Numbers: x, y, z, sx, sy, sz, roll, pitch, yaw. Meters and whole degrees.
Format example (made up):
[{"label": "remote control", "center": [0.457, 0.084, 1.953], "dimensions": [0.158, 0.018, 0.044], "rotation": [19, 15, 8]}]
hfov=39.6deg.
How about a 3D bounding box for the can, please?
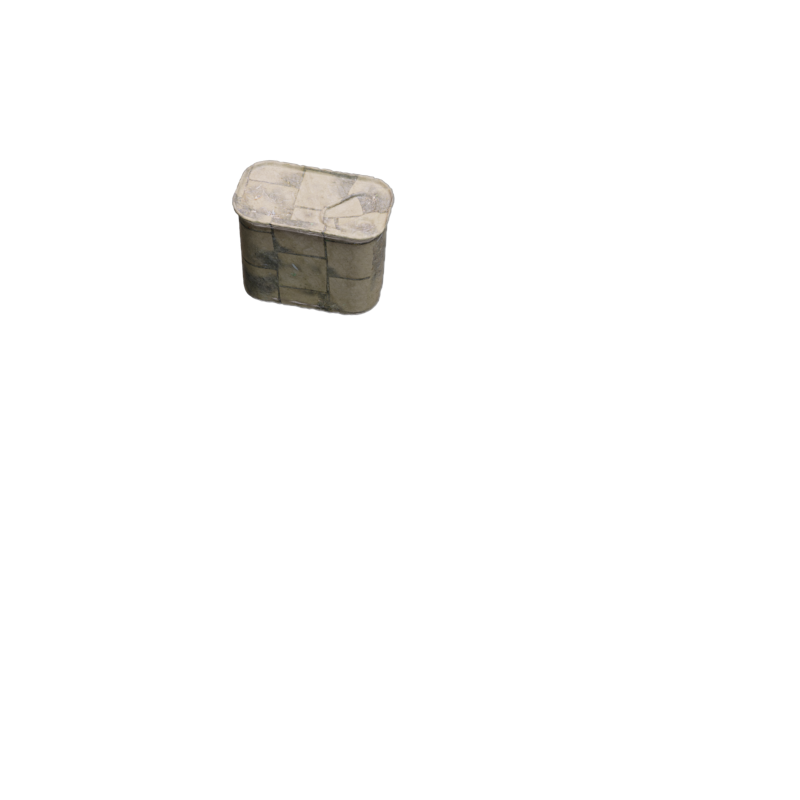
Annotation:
[{"label": "can", "center": [-0.058, -0.106, 0.742], "dimensions": [0.103, 0.061, 0.078], "rotation": [11, -39, 7]}]
